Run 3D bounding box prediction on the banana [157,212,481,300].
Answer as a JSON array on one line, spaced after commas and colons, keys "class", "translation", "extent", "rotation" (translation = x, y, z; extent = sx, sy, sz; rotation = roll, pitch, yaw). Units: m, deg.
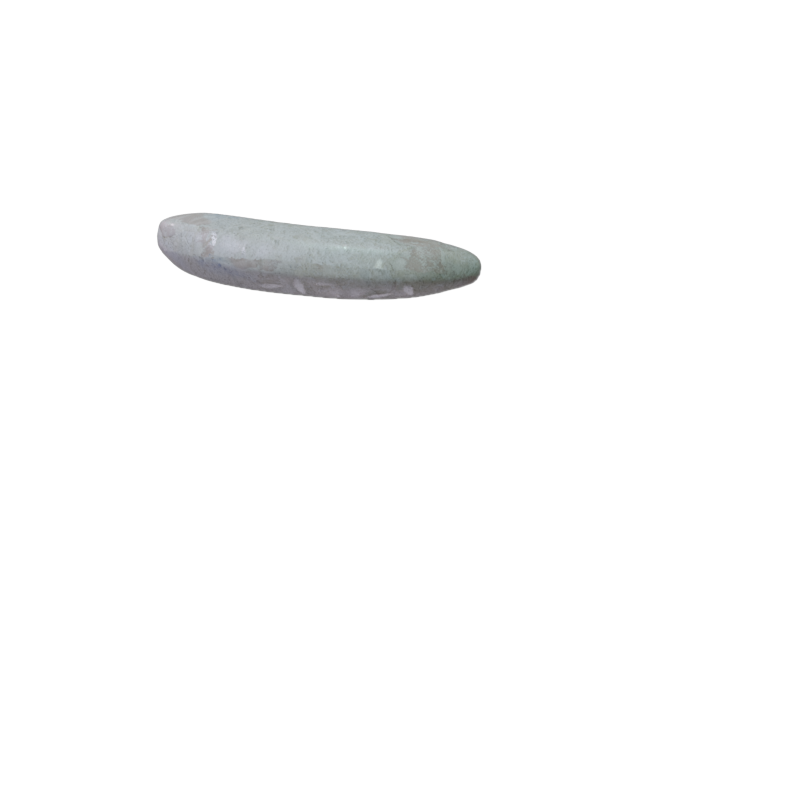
[{"class": "banana", "translation": [-0.059, -0.082, 0.605], "extent": [0.205, 0.035, 0.070], "rotation": [11, 26, 23]}]
